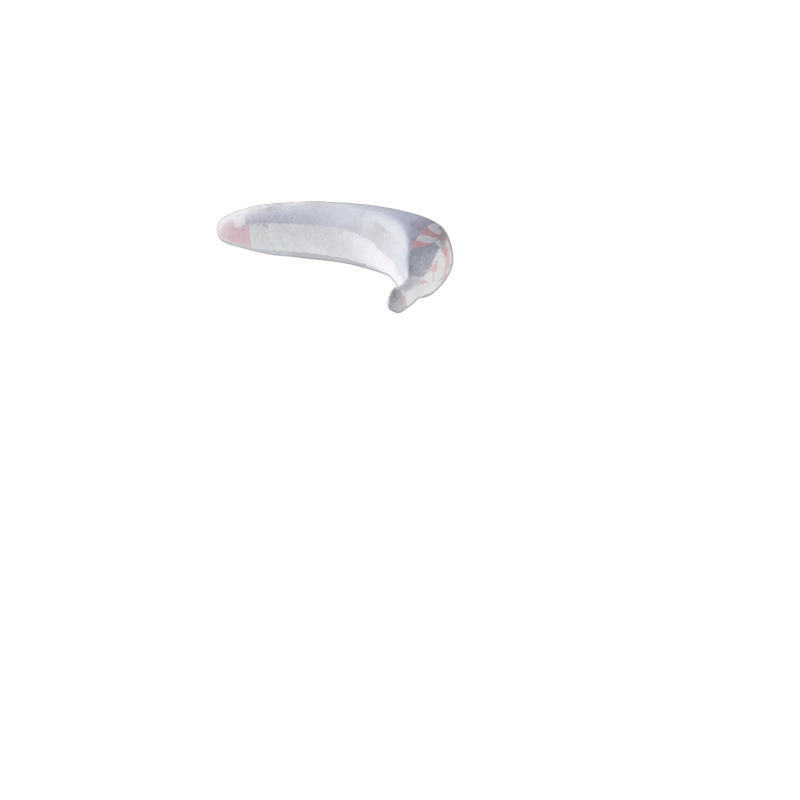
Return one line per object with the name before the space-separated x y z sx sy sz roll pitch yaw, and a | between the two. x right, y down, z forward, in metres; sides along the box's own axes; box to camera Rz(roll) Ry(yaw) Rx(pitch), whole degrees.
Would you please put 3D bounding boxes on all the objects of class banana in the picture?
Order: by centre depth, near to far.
banana | -0.030 -0.088 0.611 0.068 0.036 0.209 -10 20 -32
